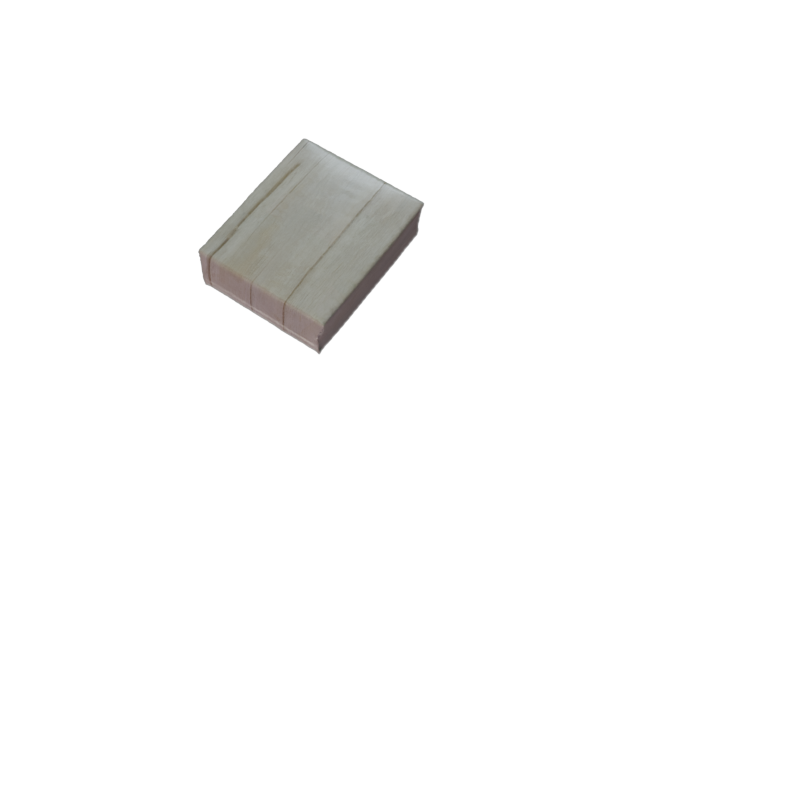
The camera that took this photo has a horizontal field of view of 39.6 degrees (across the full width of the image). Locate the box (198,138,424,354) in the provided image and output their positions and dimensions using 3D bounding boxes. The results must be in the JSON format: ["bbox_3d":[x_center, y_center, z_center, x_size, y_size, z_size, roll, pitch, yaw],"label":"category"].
[{"bbox_3d":[-0.053,-0.096,0.671,0.093,0.116,0.036,29,-28,16],"label":"box"}]
